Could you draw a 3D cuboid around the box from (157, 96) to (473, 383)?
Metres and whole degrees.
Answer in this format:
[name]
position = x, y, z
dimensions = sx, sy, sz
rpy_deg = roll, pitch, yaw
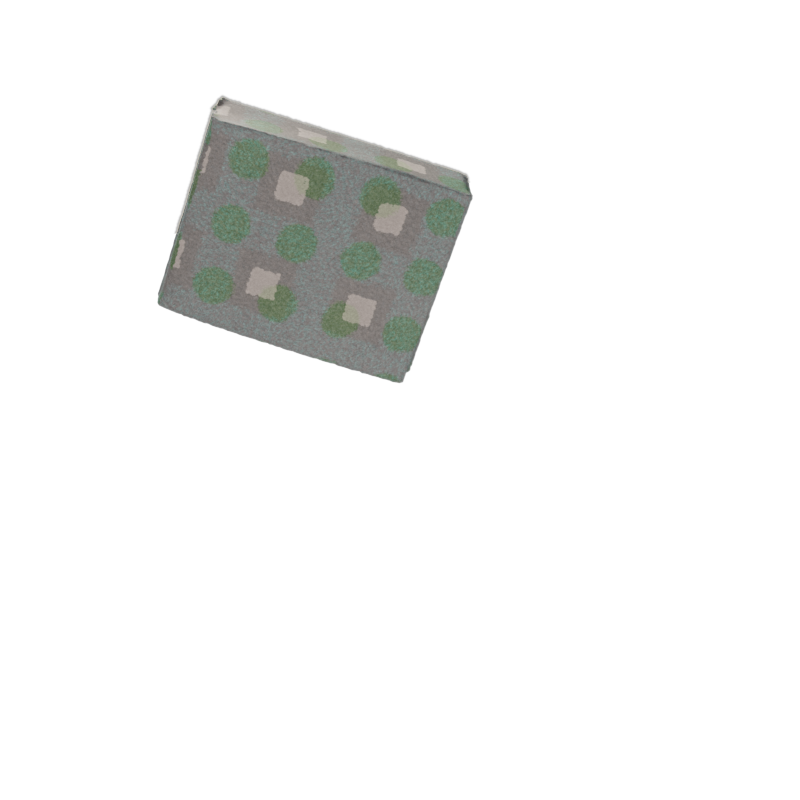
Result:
[box]
position = -0.037, -0.067, 0.468
dimensions = 0.112, 0.087, 0.041
rpy_deg = 17, 20, -7
